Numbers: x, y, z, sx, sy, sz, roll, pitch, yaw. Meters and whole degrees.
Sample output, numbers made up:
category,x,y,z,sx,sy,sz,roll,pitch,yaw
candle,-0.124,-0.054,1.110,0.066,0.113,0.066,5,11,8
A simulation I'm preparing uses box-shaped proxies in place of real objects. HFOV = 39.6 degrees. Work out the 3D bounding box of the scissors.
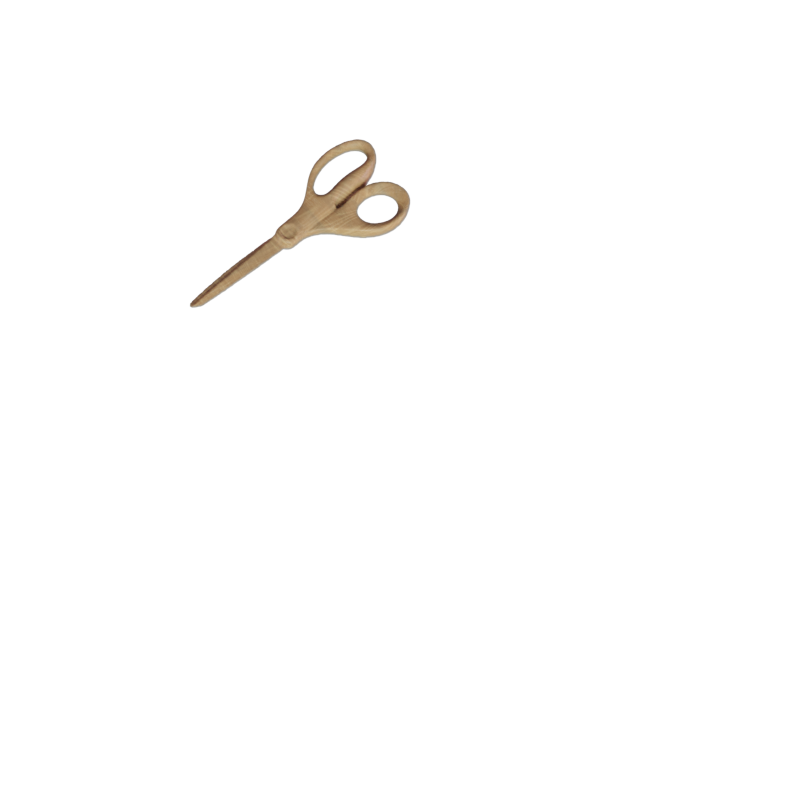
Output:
category,x,y,z,sx,sy,sz,roll,pitch,yaw
scissors,-0.069,-0.126,0.882,0.099,0.207,0.015,29,-23,14
